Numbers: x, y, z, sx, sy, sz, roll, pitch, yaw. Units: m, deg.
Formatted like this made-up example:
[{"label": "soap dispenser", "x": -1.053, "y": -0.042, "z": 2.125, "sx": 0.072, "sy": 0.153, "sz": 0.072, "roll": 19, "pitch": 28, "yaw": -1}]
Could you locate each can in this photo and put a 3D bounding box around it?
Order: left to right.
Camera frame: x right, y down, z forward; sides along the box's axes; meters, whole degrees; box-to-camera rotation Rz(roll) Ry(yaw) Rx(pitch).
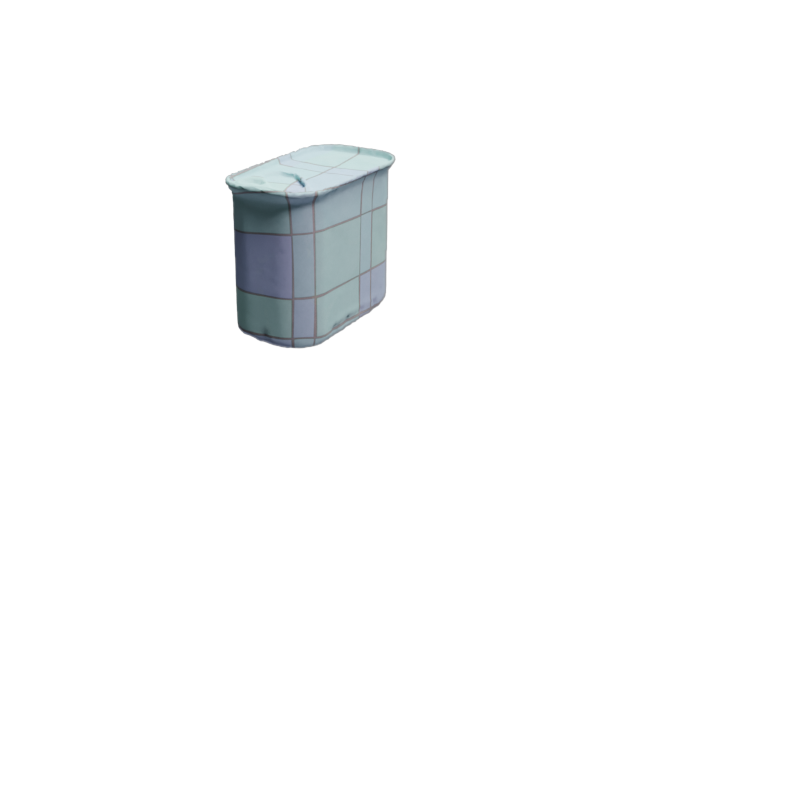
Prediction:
[{"label": "can", "x": -0.046, "y": -0.084, "z": 0.592, "sx": 0.060, "sy": 0.080, "sz": 0.102, "roll": 12, "pitch": 25, "yaw": 27}]
